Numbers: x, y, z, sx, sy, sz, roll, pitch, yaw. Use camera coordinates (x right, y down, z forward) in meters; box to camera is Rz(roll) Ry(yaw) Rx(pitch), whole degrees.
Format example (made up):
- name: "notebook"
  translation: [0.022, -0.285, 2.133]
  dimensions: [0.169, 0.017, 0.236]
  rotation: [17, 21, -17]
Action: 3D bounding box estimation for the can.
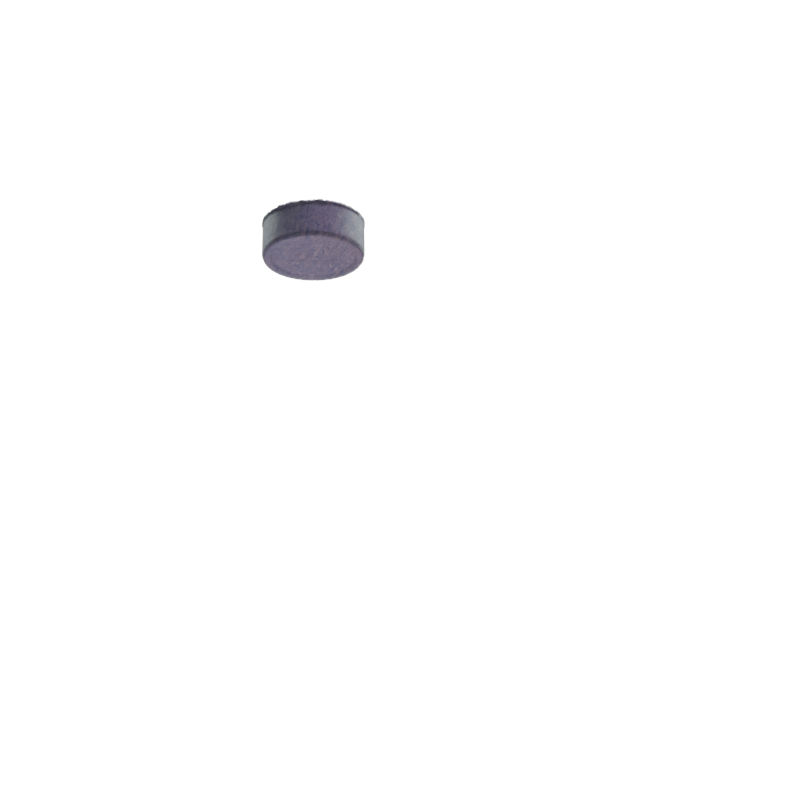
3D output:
- name: "can"
  translation: [-0.072, -0.131, 0.918]
  dimensions: [0.086, 0.035, 0.082]
  rotation: [0, -21, -2]
